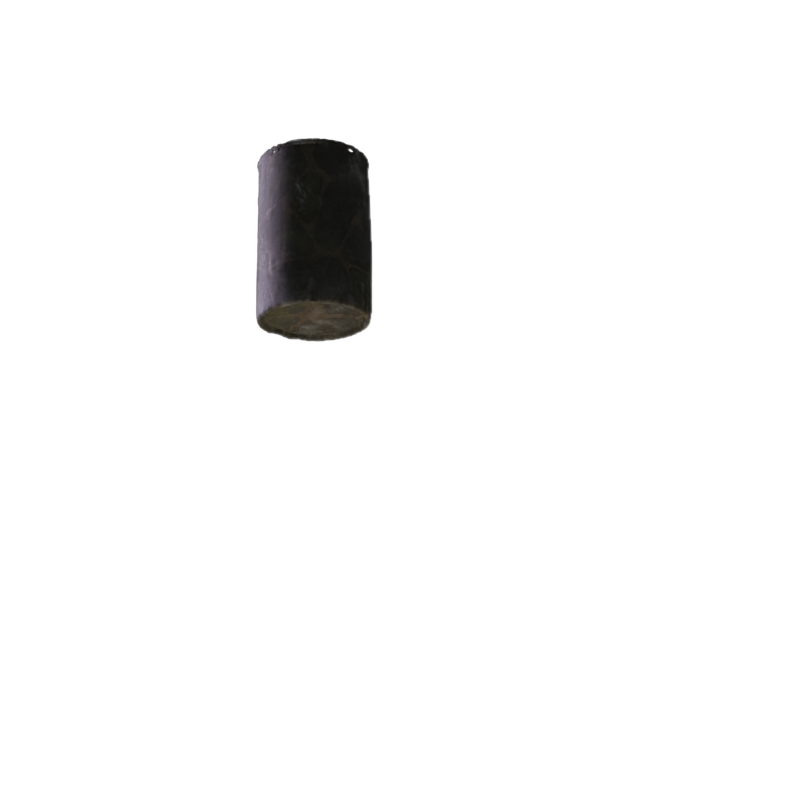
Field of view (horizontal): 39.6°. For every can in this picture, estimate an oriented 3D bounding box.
[{"bbox_3d":[-0.051,-0.093,0.652,0.068,0.108,0.065,0,-22,-2],"label":"can"}]
